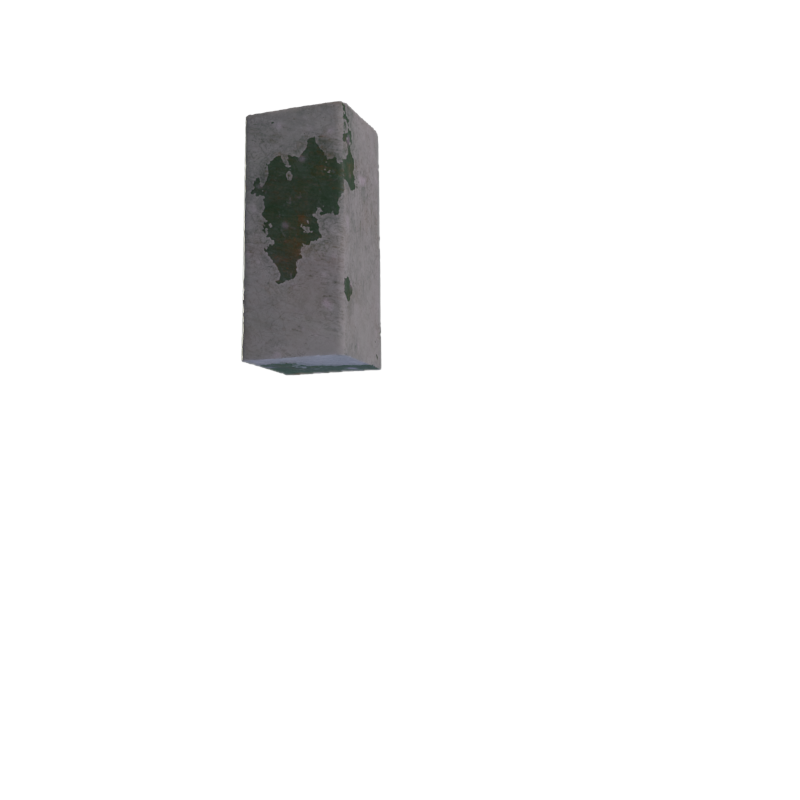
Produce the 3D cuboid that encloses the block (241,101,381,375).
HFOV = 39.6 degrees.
[{"bbox_3d":[-0.071,-0.131,0.917,0.092,0.213,0.086,-6,-14,20],"label":"block"}]
